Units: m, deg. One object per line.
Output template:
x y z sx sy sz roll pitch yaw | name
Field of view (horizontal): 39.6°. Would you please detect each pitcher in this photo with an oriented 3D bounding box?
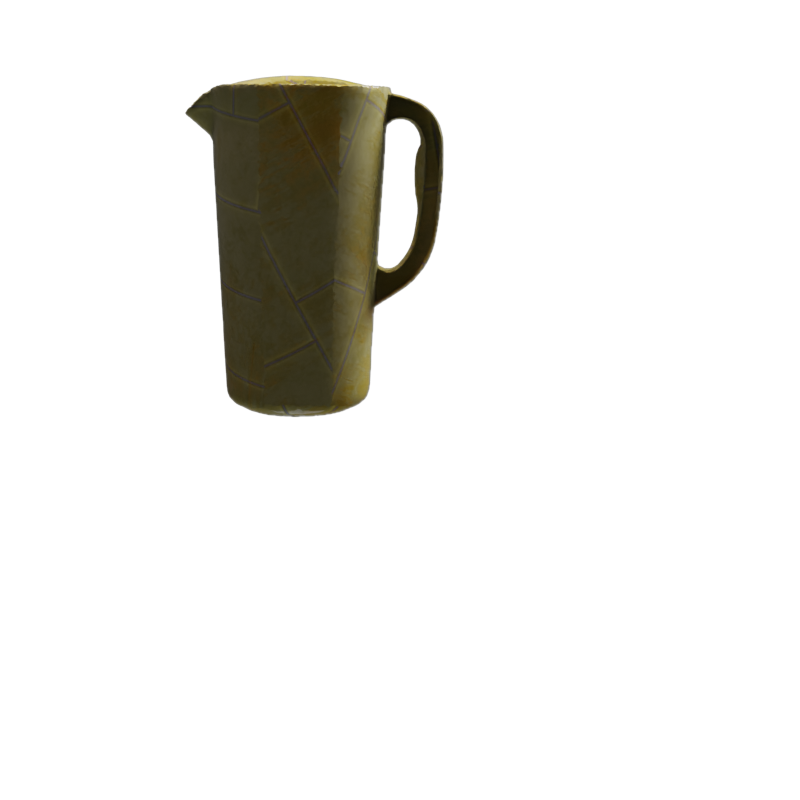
-0.064 -0.117 0.822 0.157 0.238 0.141 9 12 42 | pitcher
